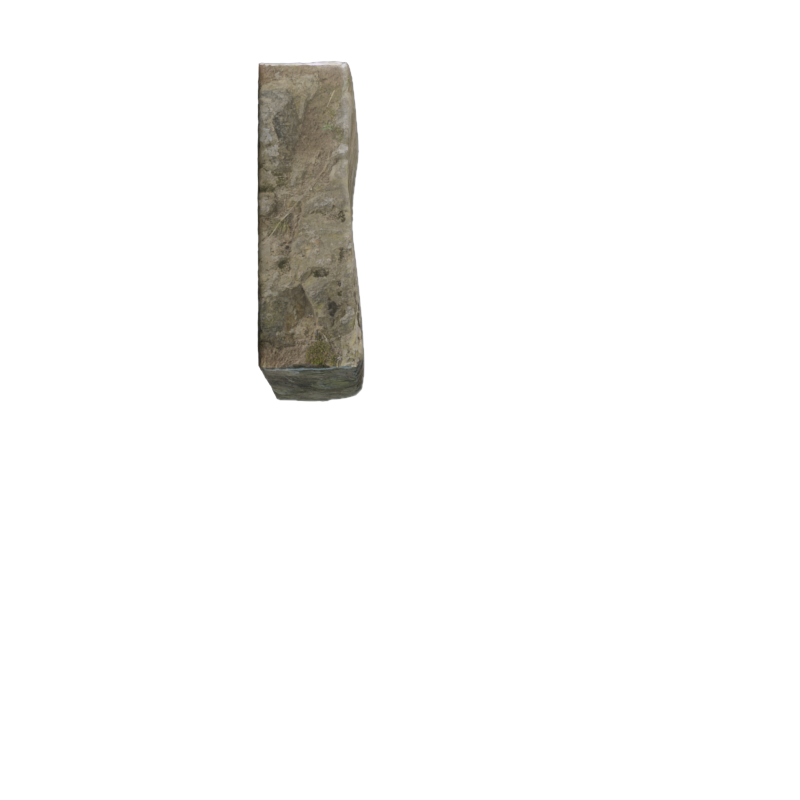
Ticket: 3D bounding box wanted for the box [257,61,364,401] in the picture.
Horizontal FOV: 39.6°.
[{"bbox_3d":[-0.063,-0.115,0.805,0.072,0.221,0.159,-1,-12,-1],"label":"box"}]
